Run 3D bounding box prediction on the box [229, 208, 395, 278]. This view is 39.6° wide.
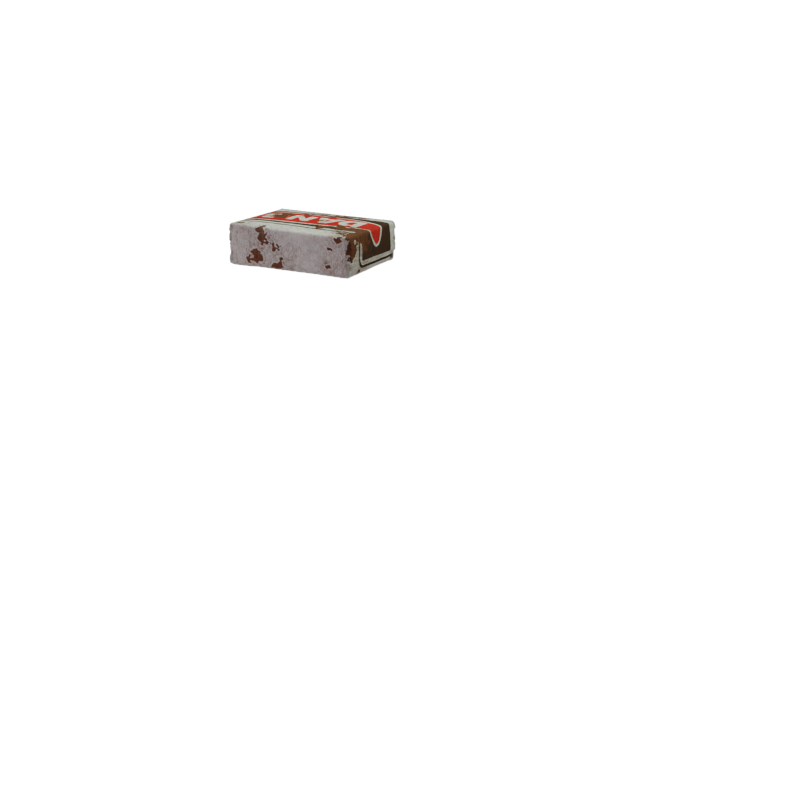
[{"bbox_3d":[-0.072,-0.132,0.923,0.118,0.038,0.089,8,18,24],"label":"box"}]
